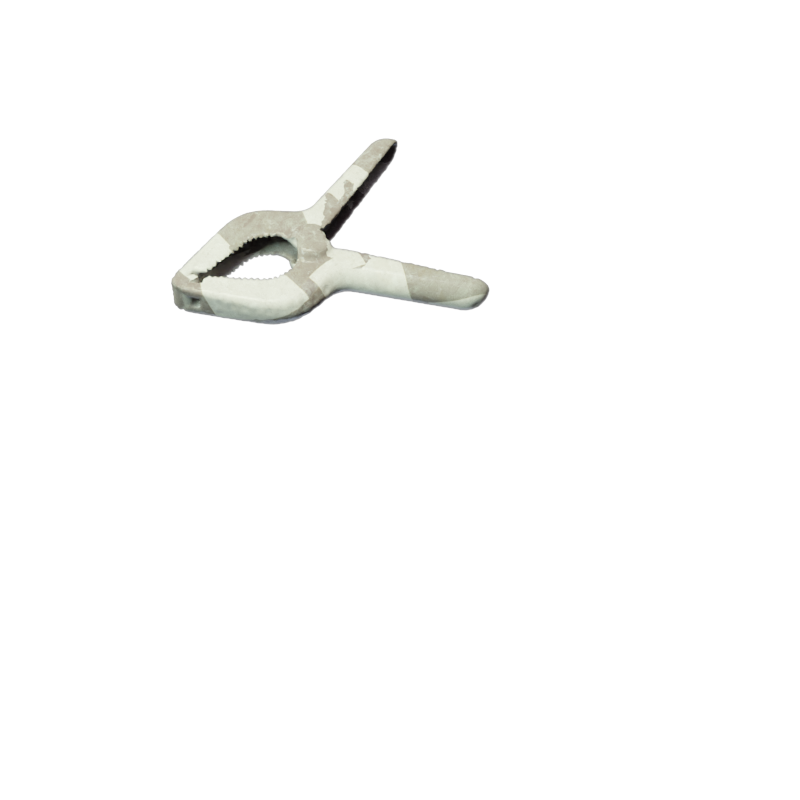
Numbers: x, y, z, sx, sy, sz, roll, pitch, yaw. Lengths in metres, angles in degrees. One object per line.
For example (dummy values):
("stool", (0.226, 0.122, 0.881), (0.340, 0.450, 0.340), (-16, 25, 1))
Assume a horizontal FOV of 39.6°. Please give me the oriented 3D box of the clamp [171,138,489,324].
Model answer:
("clamp", (-0.062, -0.113, 0.790), (0.208, 0.178, 0.034), (-13, -37, -10))
